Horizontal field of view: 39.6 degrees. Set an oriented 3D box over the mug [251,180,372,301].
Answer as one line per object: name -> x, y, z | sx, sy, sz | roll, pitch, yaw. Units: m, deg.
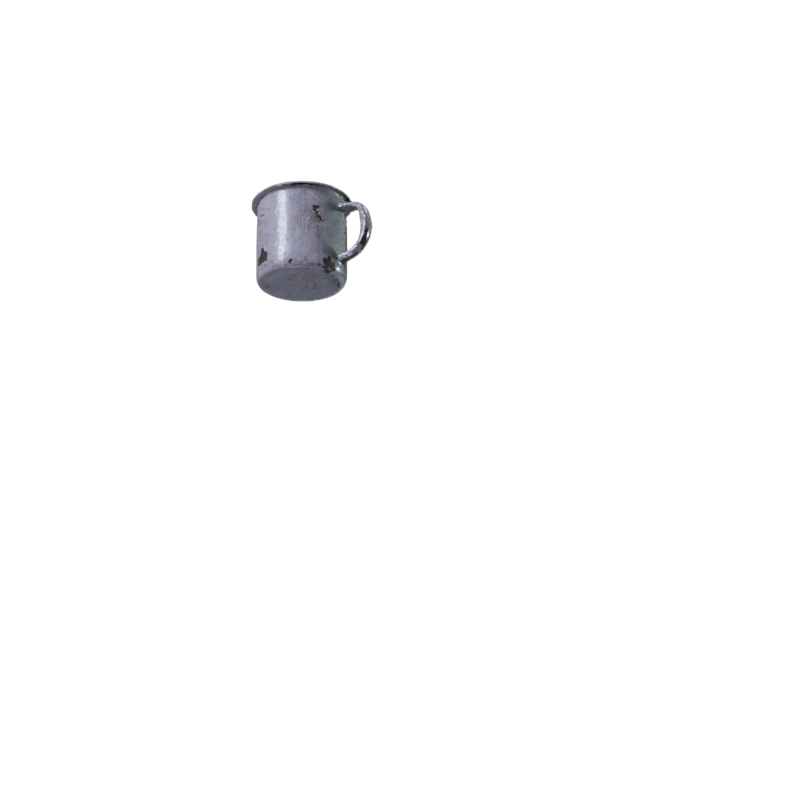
mug -> -0.078, -0.142, 0.997 | 0.119, 0.086, 0.087 | -11, -25, 24
